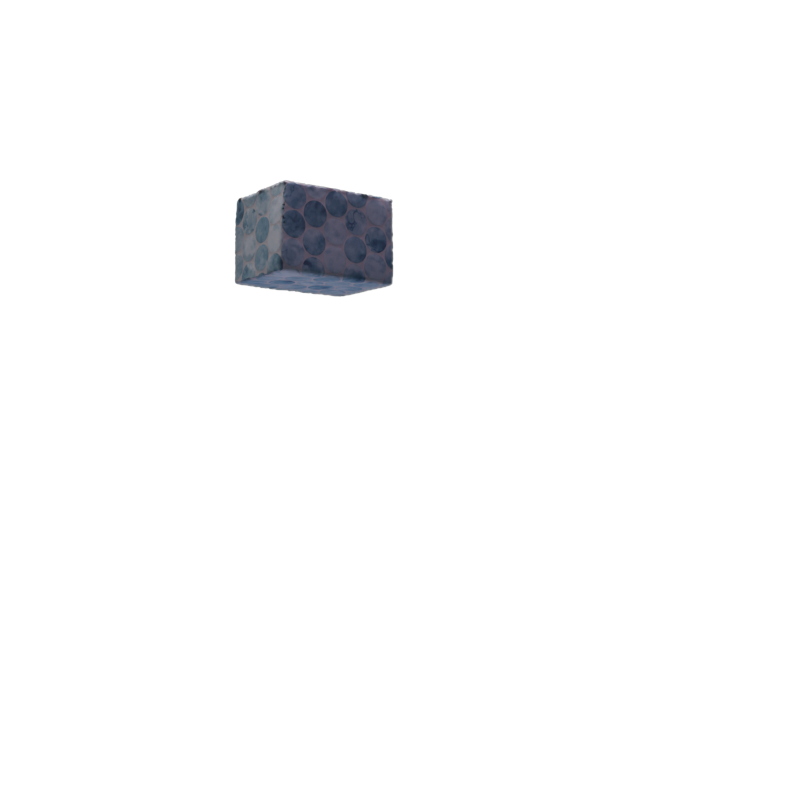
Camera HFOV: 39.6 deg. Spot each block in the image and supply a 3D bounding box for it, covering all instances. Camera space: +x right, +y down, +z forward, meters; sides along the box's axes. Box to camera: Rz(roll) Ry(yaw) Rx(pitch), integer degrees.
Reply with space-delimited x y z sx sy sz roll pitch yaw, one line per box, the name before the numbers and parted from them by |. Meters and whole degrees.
block | -0.050 -0.091 0.636 0.074 0.053 0.054 5 -10 -37
